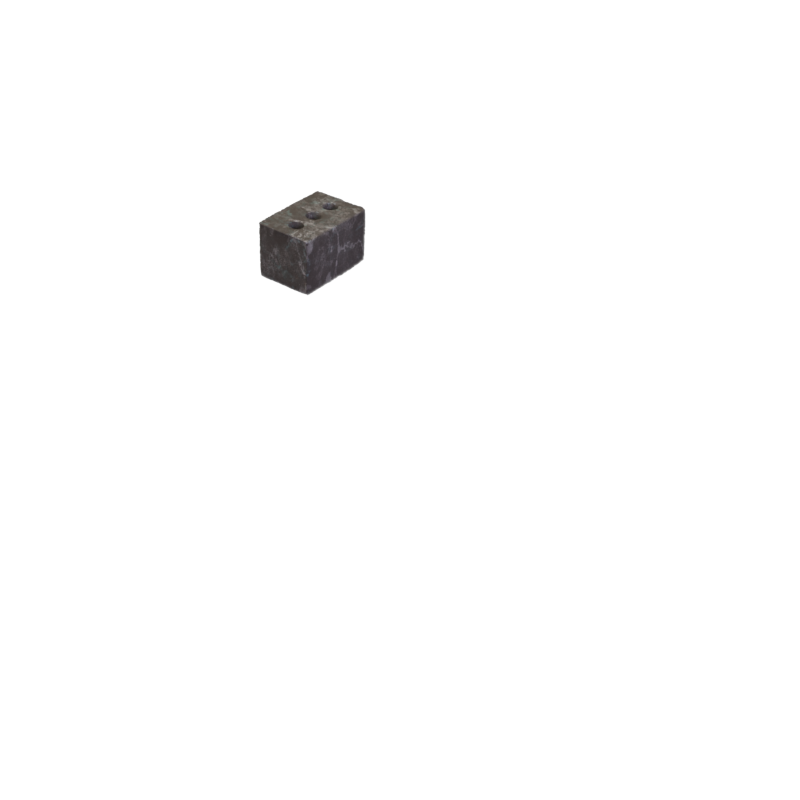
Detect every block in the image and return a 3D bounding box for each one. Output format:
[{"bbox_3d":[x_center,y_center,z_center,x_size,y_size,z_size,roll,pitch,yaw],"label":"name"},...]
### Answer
[{"bbox_3d":[-0.072,-0.131,0.916,0.056,0.048,0.078,22,39,29],"label":"block"}]
